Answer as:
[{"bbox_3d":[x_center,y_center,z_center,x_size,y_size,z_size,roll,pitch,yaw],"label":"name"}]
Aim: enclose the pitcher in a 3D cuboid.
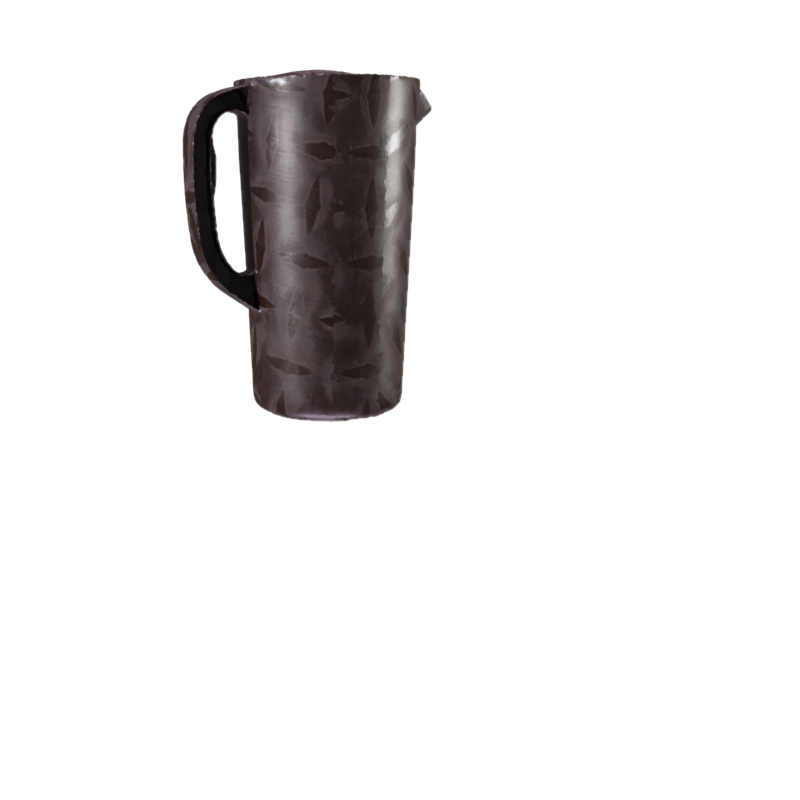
[{"bbox_3d":[-0.062,-0.113,0.791,0.152,0.240,0.144,2,6,16],"label":"pitcher"}]
